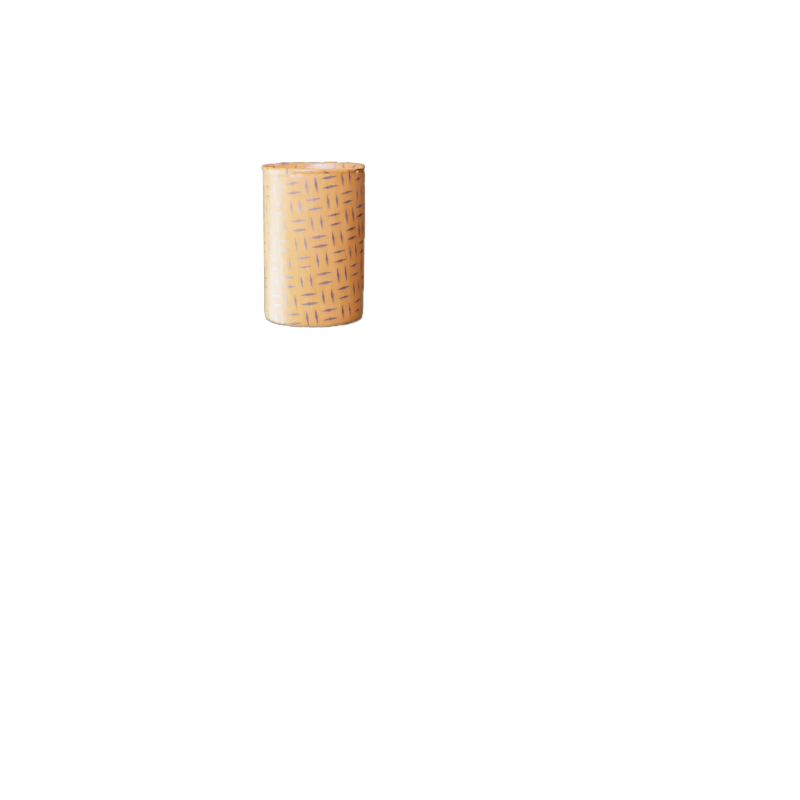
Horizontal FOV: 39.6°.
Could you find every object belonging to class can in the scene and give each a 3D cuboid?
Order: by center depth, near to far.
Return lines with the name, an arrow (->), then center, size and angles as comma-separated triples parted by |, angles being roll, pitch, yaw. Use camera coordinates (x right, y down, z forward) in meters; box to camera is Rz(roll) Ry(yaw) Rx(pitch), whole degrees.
can -> -0.057, -0.104, 0.731 | 0.068, 0.100, 0.070 | 0, 11, -2
